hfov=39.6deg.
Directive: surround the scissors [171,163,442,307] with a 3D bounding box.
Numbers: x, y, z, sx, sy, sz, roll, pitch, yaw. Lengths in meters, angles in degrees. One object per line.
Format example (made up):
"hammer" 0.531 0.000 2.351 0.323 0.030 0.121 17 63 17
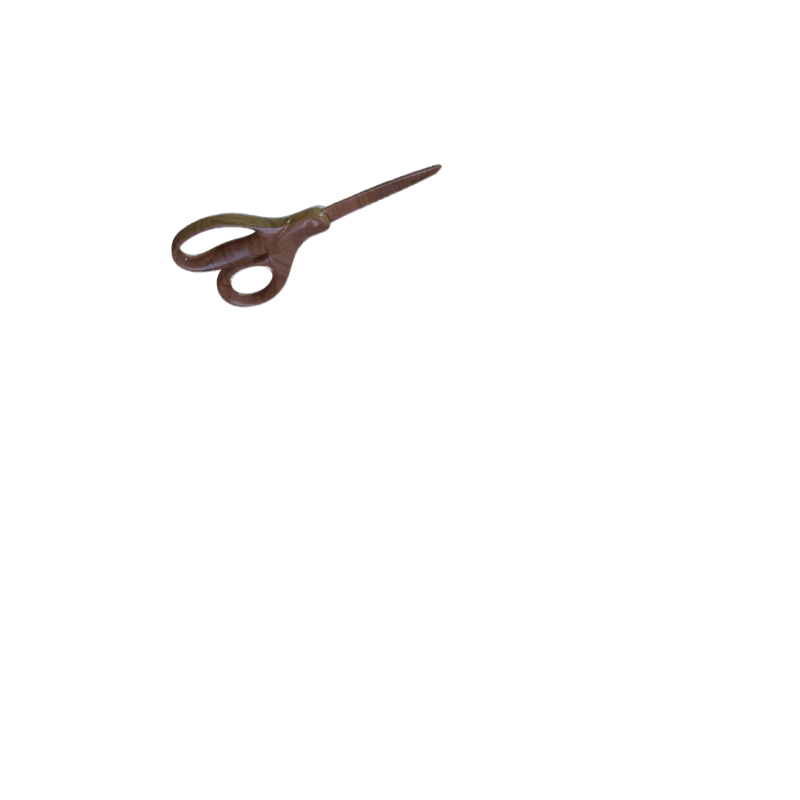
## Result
"scissors" -0.062 -0.112 0.787 0.203 0.017 0.089 -9 -42 10
